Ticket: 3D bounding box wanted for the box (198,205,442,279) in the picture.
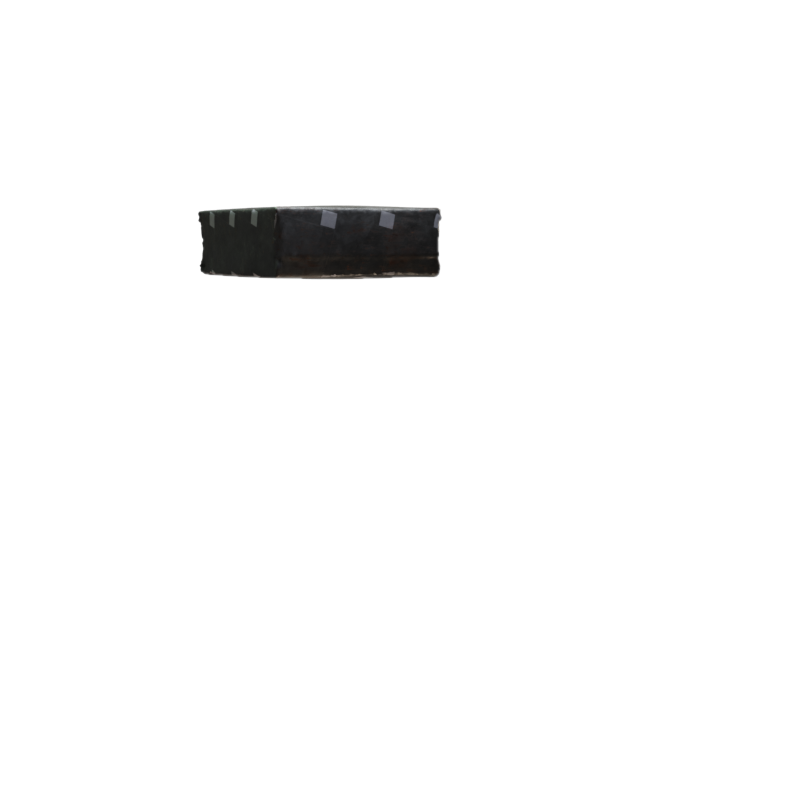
[{"bbox_3d":[-0.045,-0.082,0.574,0.087,0.039,0.117,-3,6,-28],"label":"box"}]
